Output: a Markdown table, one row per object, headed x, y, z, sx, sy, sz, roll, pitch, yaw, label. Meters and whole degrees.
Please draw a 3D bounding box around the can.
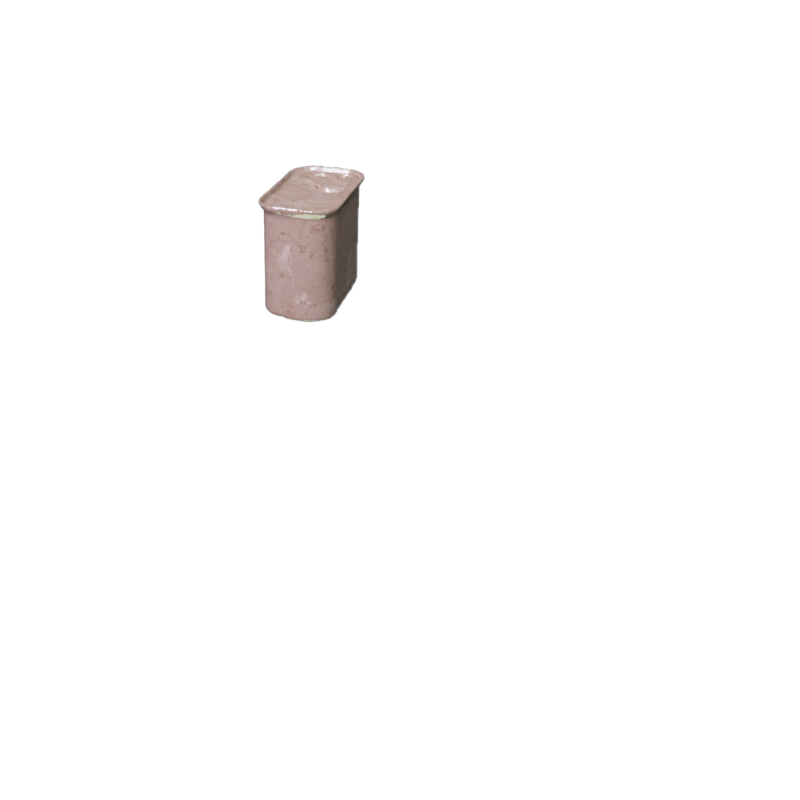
| x | y | z | sx | sy | sz | roll | pitch | yaw | label |
| --- | --- | --- | --- | --- | --- | --- | --- | --- | --- |
| -0.063 | -0.114 | 0.799 | 0.059 | 0.080 | 0.105 | 7 | 26 | 12 | can |
